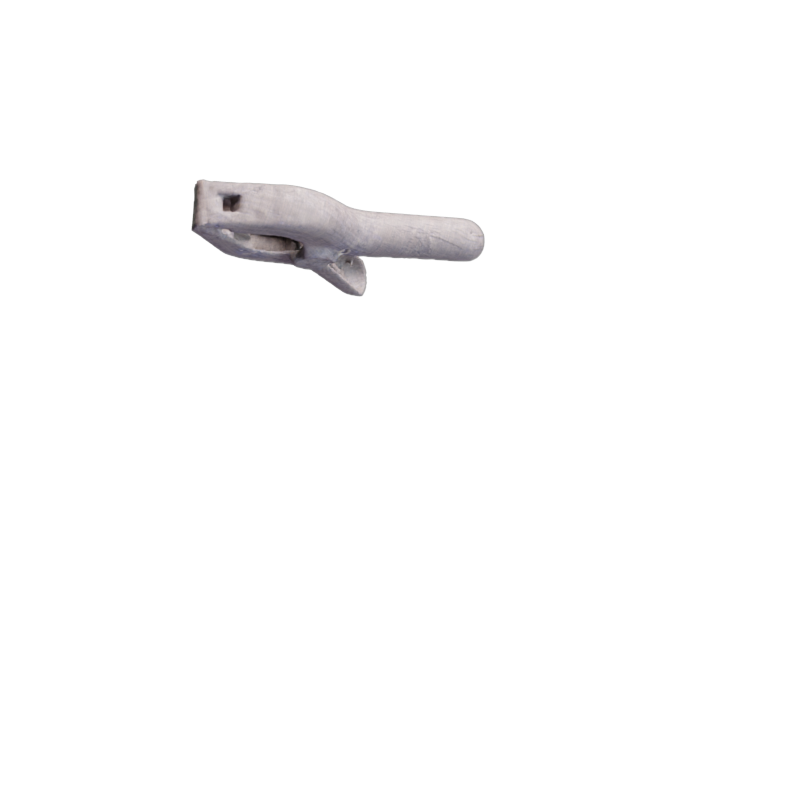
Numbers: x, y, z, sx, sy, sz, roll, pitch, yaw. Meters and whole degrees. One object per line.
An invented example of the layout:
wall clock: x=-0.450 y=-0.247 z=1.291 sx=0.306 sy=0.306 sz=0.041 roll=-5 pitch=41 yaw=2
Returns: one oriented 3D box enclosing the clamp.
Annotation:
clamp: x=-0.051 y=-0.093 z=0.651 sx=0.164 sy=0.041 sz=0.119 roll=10 pitch=-21 yaw=-29
